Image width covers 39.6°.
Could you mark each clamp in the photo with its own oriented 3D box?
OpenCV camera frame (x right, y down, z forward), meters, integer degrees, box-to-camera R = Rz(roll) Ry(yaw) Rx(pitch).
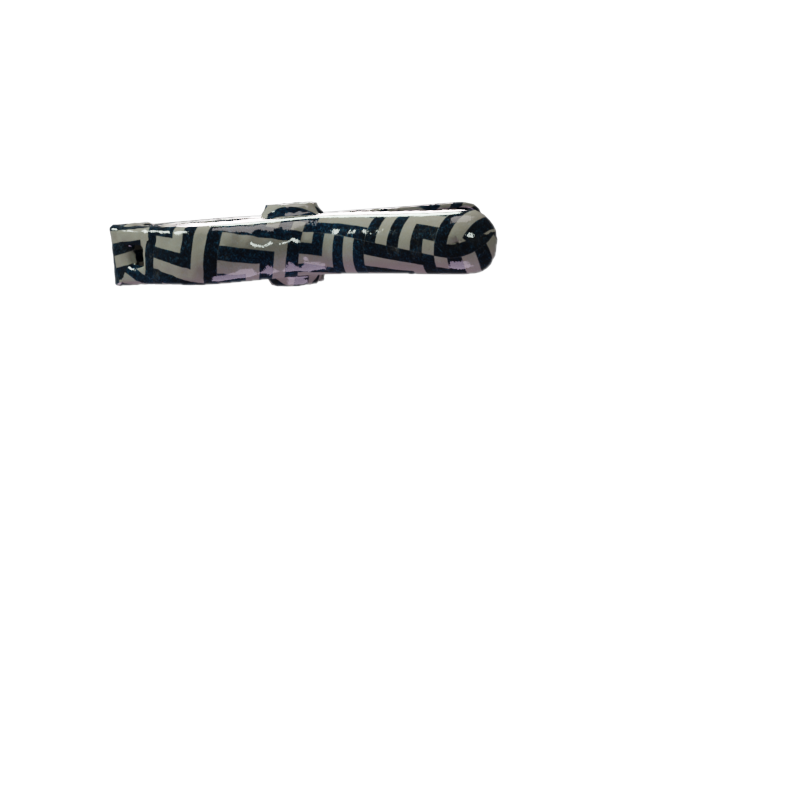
[{"bbox_3d":[-0.038,-0.070,0.490,0.175,0.039,0.118,1,6,14],"label":"clamp"}]
